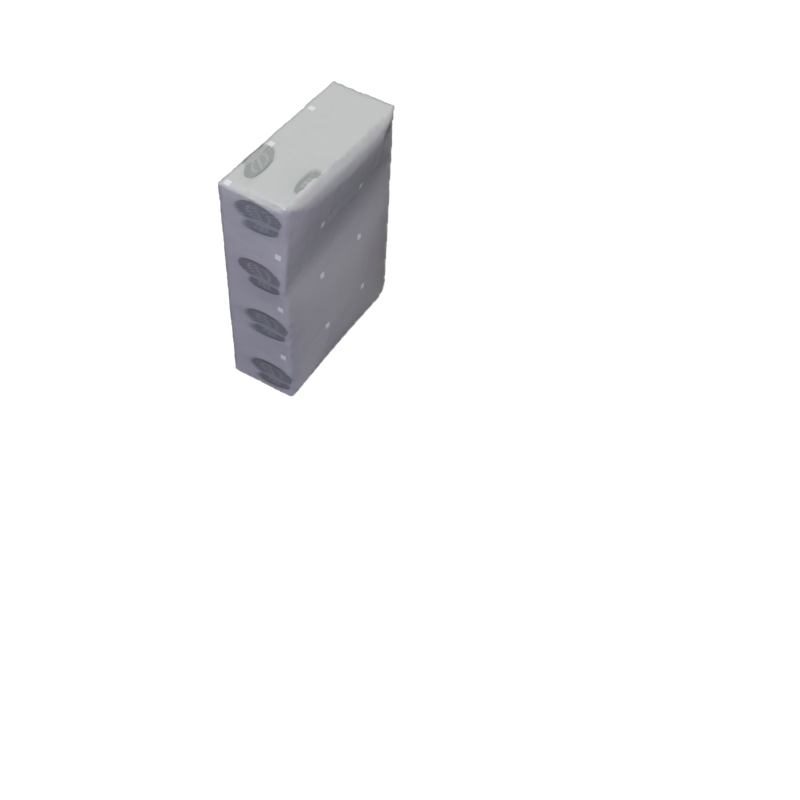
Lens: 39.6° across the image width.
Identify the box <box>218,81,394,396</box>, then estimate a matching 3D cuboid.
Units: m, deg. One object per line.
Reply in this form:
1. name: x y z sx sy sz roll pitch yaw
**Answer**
1. box: -0.074 -0.134 0.939 0.075 0.199 0.169 24 50 18
